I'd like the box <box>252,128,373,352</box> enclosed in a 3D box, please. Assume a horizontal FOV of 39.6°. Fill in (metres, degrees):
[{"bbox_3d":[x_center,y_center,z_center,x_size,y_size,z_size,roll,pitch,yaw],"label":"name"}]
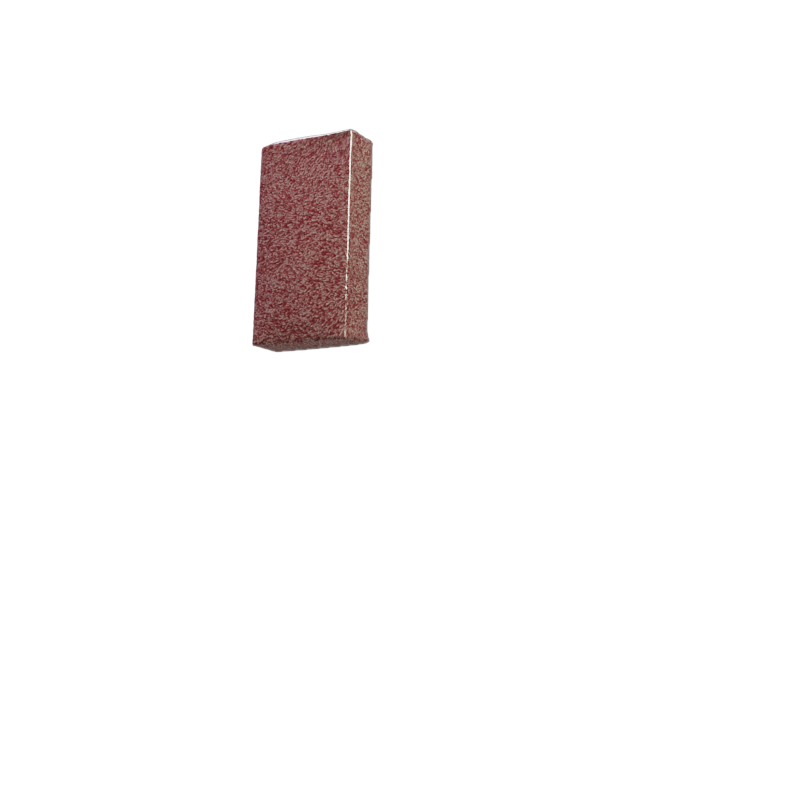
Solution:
[{"bbox_3d":[-0.073,-0.132,0.923,0.096,0.182,0.045,-7,-14,29],"label":"box"}]
